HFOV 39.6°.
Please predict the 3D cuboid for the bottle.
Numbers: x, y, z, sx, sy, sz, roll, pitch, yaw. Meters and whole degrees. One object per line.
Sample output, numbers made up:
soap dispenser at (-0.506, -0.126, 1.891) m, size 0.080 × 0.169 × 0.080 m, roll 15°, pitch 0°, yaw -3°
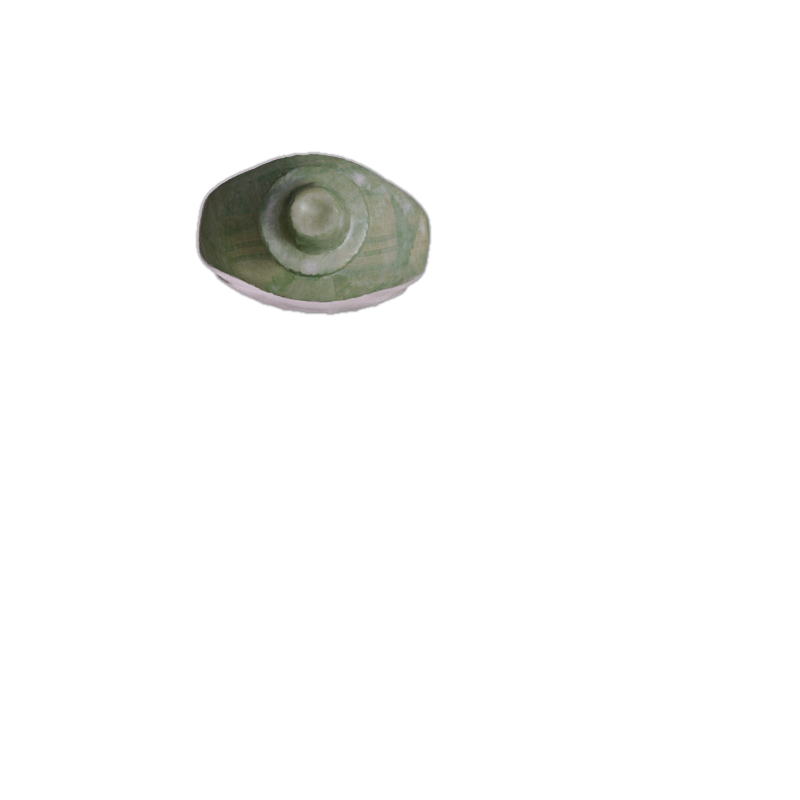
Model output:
bottle at (-0.037, -0.069, 0.477) m, size 0.096 × 0.059 × 0.191 m, roll 7°, pitch 2°, yaw -4°
